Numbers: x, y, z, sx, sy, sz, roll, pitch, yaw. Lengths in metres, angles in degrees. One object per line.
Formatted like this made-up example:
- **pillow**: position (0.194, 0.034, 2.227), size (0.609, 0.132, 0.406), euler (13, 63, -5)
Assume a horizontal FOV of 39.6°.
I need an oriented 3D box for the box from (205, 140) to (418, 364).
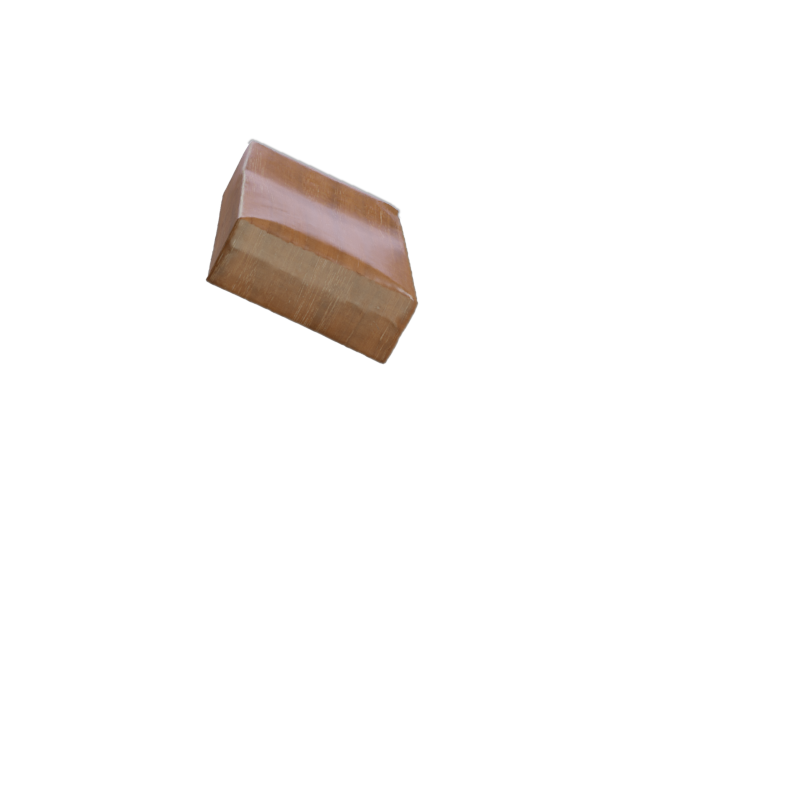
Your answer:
- **box**: position (-0.076, -0.138, 0.969), size (0.160, 0.070, 0.226), euler (23, 24, -14)
